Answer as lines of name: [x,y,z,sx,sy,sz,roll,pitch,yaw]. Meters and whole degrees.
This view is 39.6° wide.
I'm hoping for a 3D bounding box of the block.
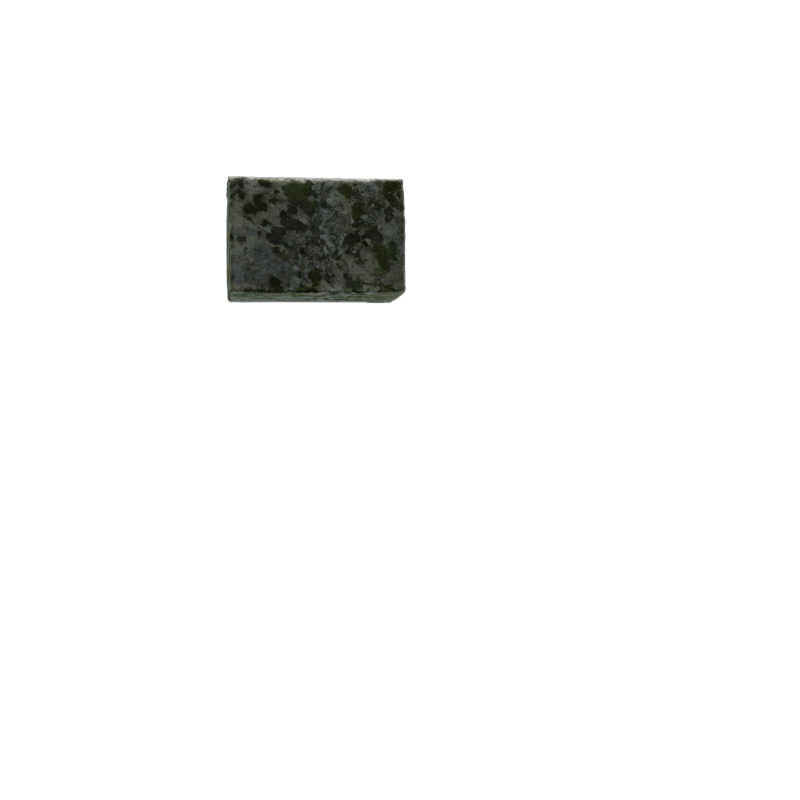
block: [-0.039,-0.071,0.495,0.077,0.052,0.053,0,-3,-7]
